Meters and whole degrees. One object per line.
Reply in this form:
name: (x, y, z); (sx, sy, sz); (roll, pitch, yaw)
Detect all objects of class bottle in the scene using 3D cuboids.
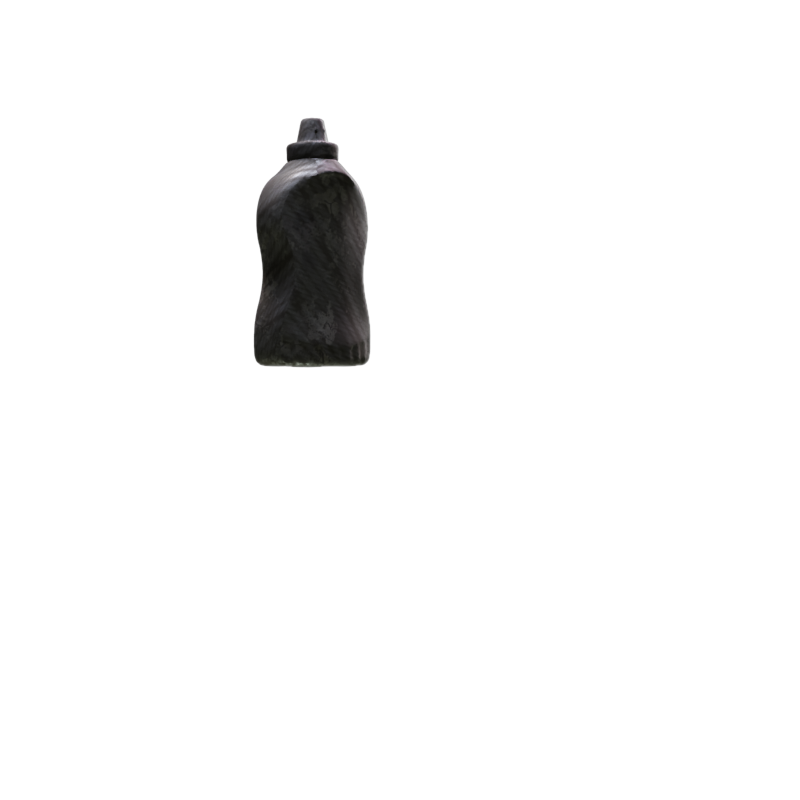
bottle: (-0.067, -0.122, 0.857); (0.092, 0.194, 0.060); (3, -5, -40)
